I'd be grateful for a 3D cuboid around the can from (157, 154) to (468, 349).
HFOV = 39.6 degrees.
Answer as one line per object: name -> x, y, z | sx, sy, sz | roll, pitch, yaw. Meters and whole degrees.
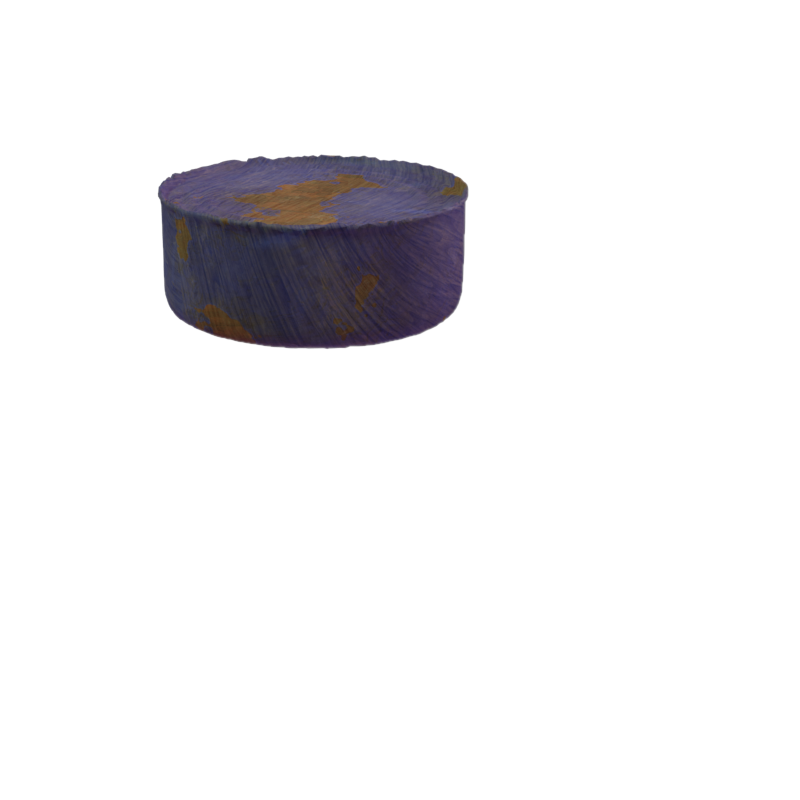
can -> -0.024, -0.045, 0.312 | 0.086, 0.032, 0.090 | -1, 22, -2
